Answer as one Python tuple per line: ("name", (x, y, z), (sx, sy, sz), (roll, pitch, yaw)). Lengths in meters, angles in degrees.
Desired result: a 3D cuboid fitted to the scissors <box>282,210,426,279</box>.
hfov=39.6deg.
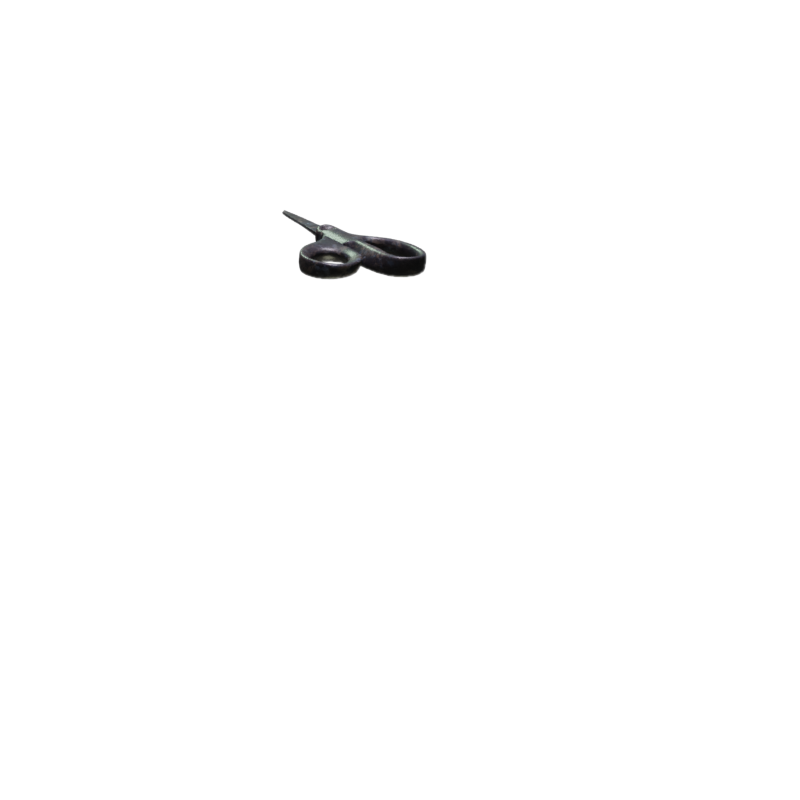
("scissors", (-0.065, -0.118, 0.825), (0.094, 0.015, 0.214), (-15, 25, -36))
